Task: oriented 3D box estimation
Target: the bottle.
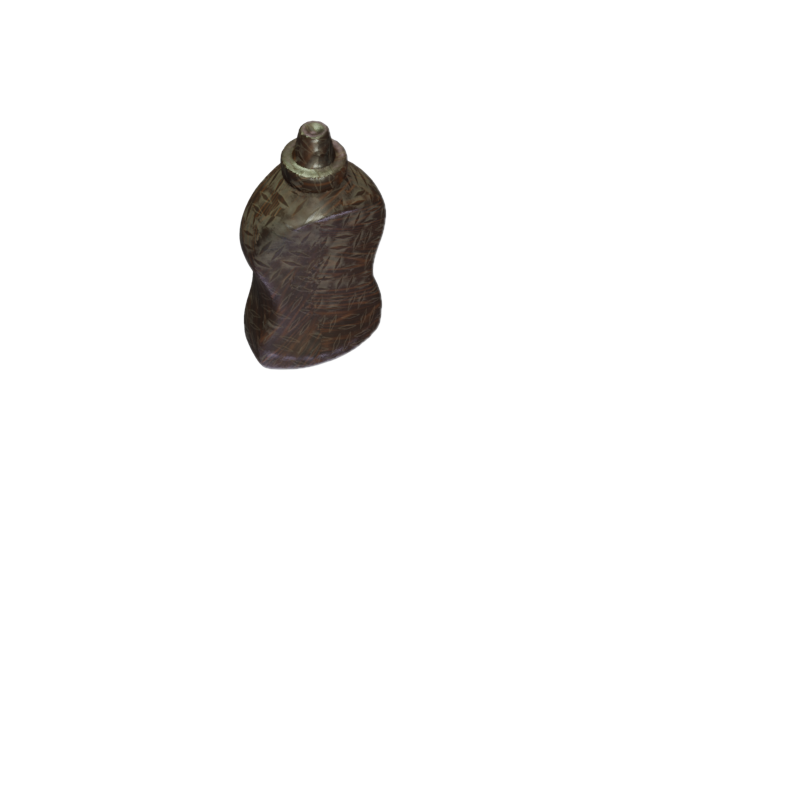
[{"bbox_3d":[-0.056,-0.103,0.723,0.095,0.063,0.179,-17,-37,-17],"label":"bottle"}]
